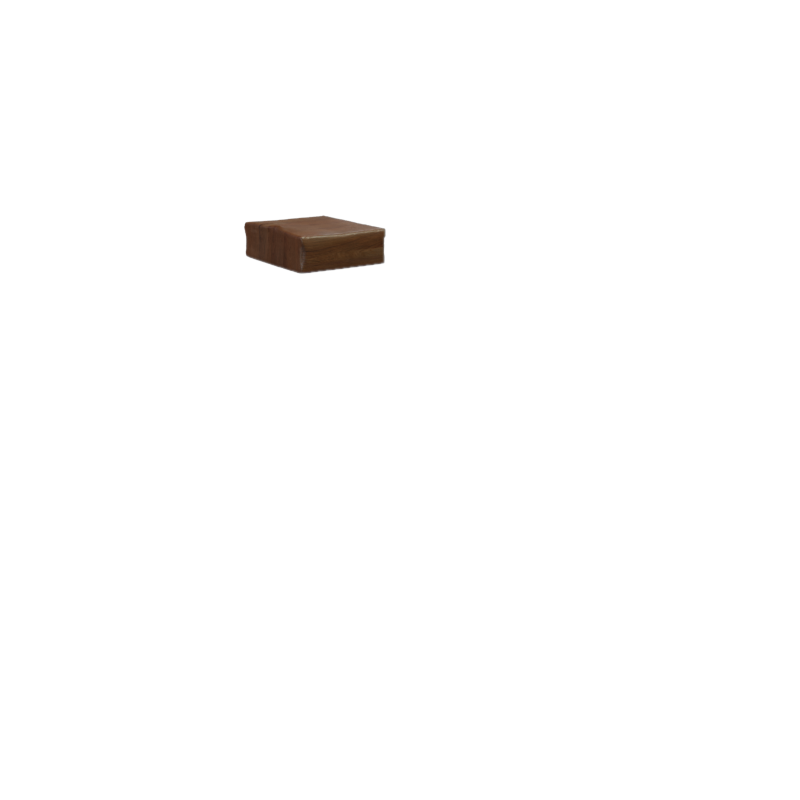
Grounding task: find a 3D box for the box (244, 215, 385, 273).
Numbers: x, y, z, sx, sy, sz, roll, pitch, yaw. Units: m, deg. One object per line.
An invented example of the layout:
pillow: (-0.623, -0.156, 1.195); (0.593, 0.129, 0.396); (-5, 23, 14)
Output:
box: (-0.065, -0.119, 0.833); (0.071, 0.029, 0.094); (-10, 19, -32)
